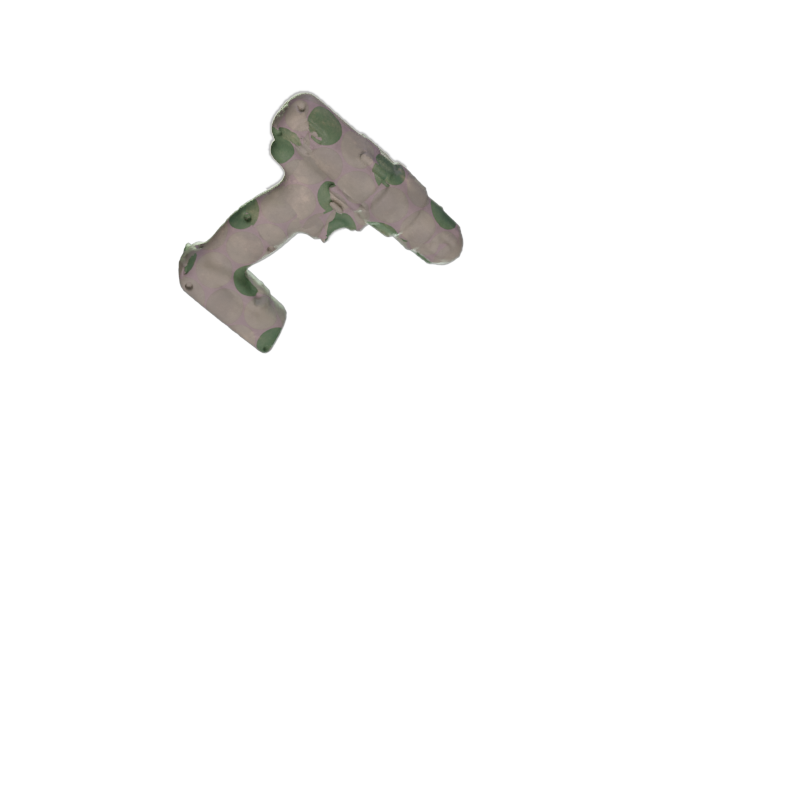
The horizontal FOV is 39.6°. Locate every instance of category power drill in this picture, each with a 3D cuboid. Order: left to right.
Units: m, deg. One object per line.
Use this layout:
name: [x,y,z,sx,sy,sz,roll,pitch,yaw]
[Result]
power drill: [-0.069,-0.125,0.876,0.177,0.185,0.060,41,18,-17]
